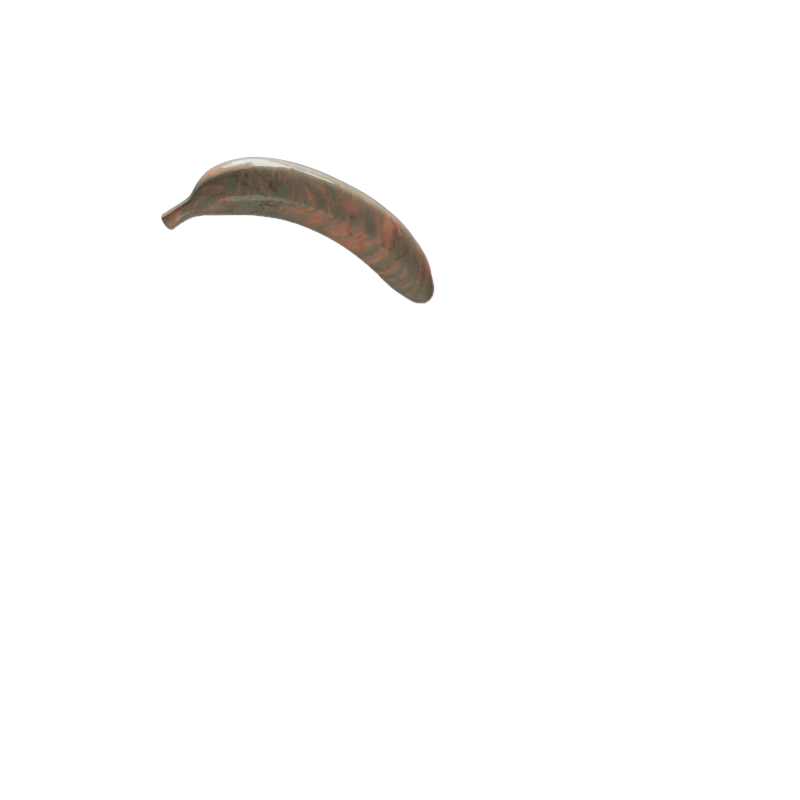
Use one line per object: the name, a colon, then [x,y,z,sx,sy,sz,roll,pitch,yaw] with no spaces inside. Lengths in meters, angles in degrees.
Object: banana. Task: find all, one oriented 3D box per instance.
banana: [-0.053,-0.117,0.730,0.191,0.039,0.067,17,-44,-19]
